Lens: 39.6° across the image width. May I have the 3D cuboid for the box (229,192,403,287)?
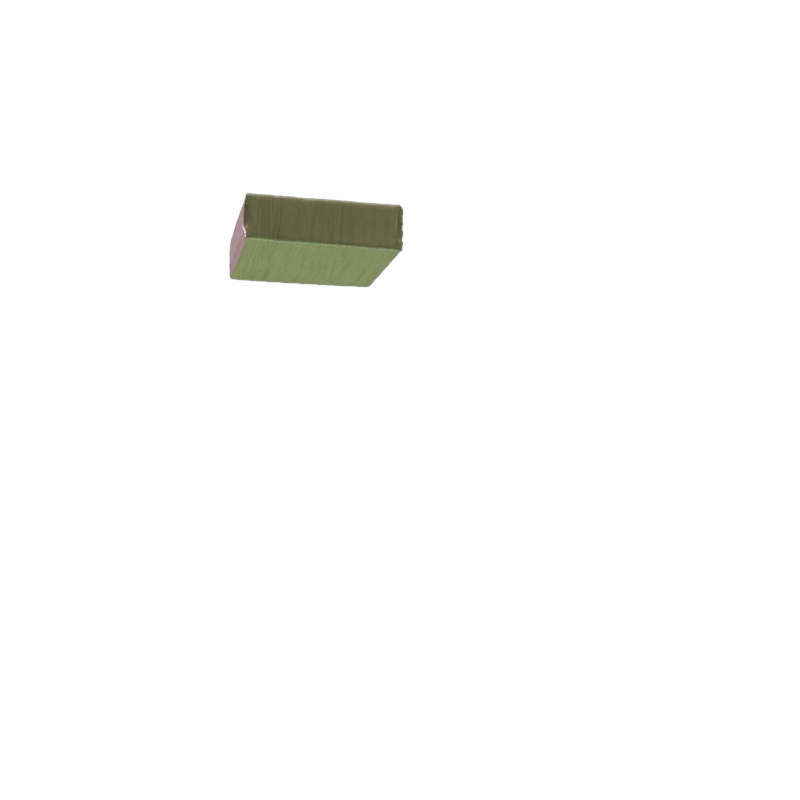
[{"bbox_3d":[-0.049,-0.090,0.632,0.088,0.031,0.072,3,-13,-12],"label":"box"}]
